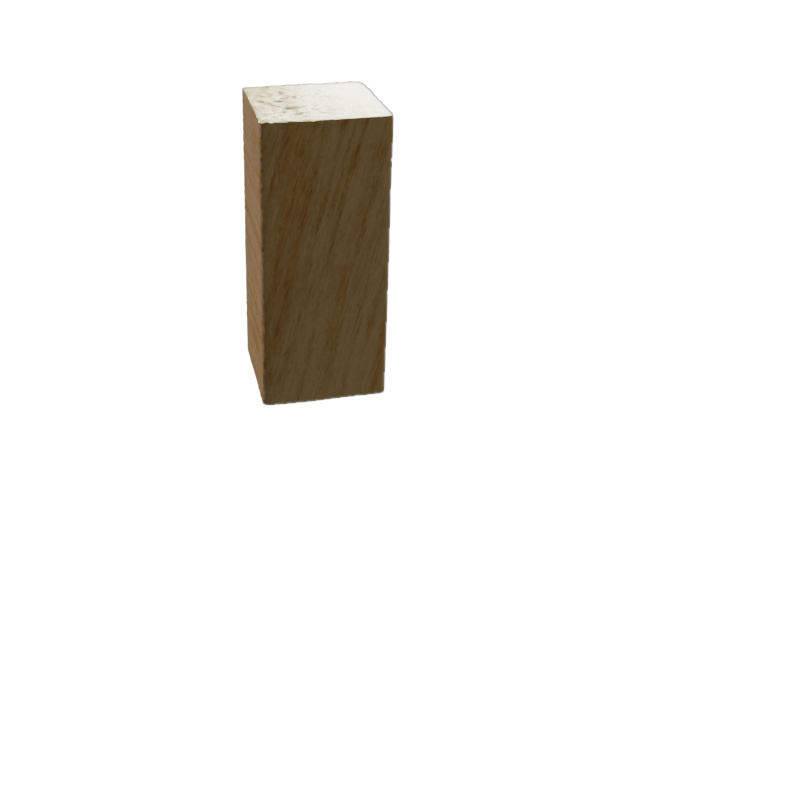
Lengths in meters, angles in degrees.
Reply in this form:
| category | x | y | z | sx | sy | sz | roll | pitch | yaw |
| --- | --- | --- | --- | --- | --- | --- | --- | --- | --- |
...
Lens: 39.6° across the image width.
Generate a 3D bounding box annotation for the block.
| category | x | y | z | sx | sy | sz | roll | pitch | yaw |
| --- | --- | --- | --- | --- | --- | --- | --- | --- | --- |
| block | -0.061 | -0.112 | 0.782 | 0.089 | 0.196 | 0.097 | -4 | 25 | -13 |
